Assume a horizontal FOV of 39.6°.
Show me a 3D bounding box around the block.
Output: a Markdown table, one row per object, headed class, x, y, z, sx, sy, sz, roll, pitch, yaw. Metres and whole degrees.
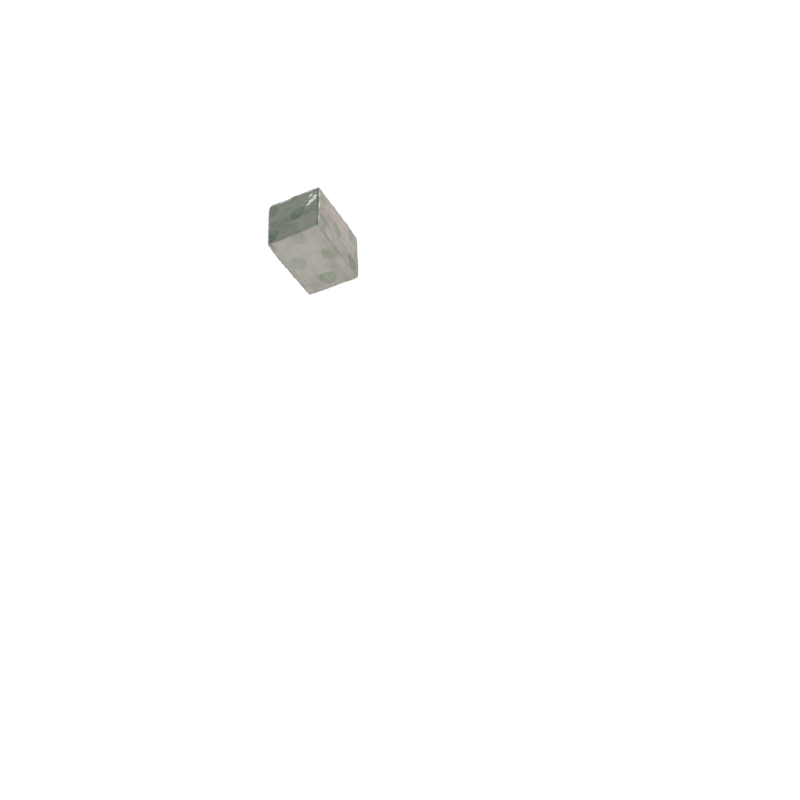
| class | x | y | z | sx | sy | sz | roll | pitch | yaw |
| --- | --- | --- | --- | --- | --- | --- | --- | --- | --- |
| block | -0.078 | -0.143 | 0.999 | 0.053 | 0.055 | 0.072 | -19 | -43 | 19 |
